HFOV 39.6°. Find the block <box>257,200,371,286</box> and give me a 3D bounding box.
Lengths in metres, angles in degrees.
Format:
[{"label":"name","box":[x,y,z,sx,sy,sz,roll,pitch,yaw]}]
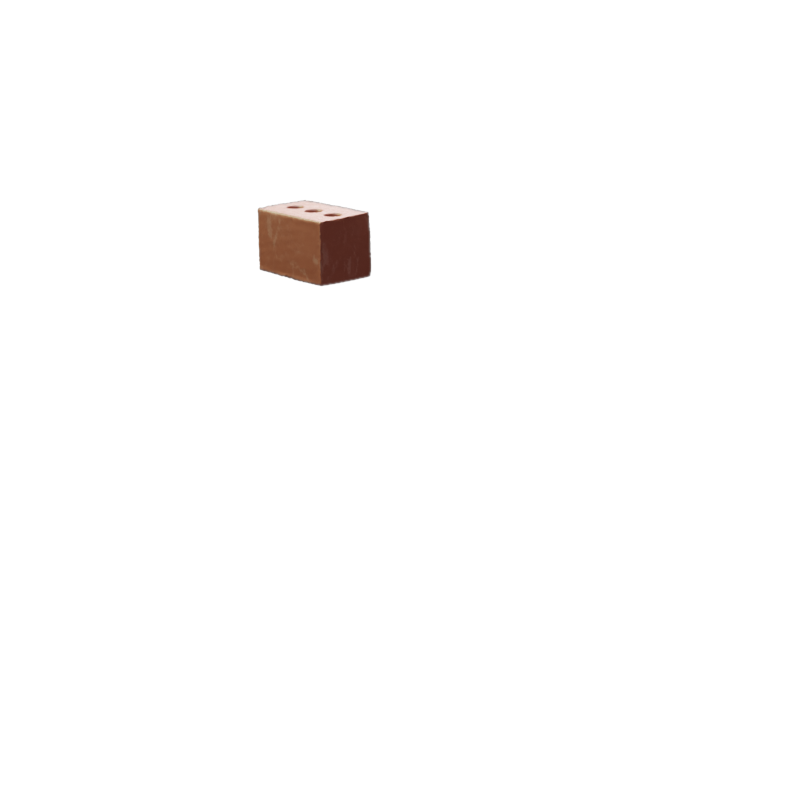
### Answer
[{"label":"block","box":[-0.068,-0.124,0.867,0.052,0.050,0.082,-15,23,-42]}]
